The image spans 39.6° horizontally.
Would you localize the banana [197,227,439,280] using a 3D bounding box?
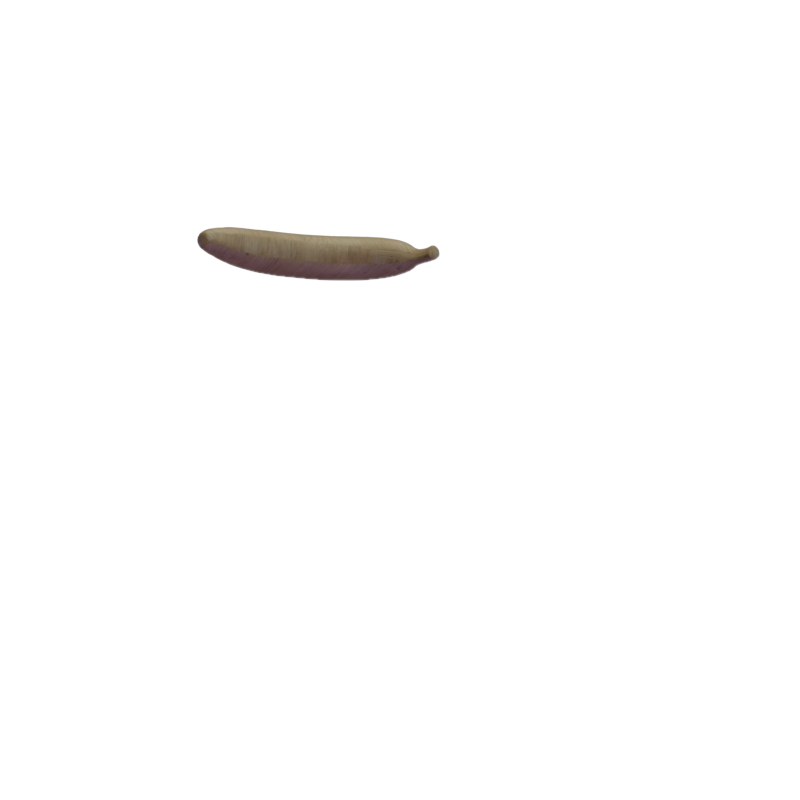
[{"bbox_3d":[-0.071,-0.126,0.933,0.196,0.039,0.067,1,-19,-4],"label":"banana"}]
